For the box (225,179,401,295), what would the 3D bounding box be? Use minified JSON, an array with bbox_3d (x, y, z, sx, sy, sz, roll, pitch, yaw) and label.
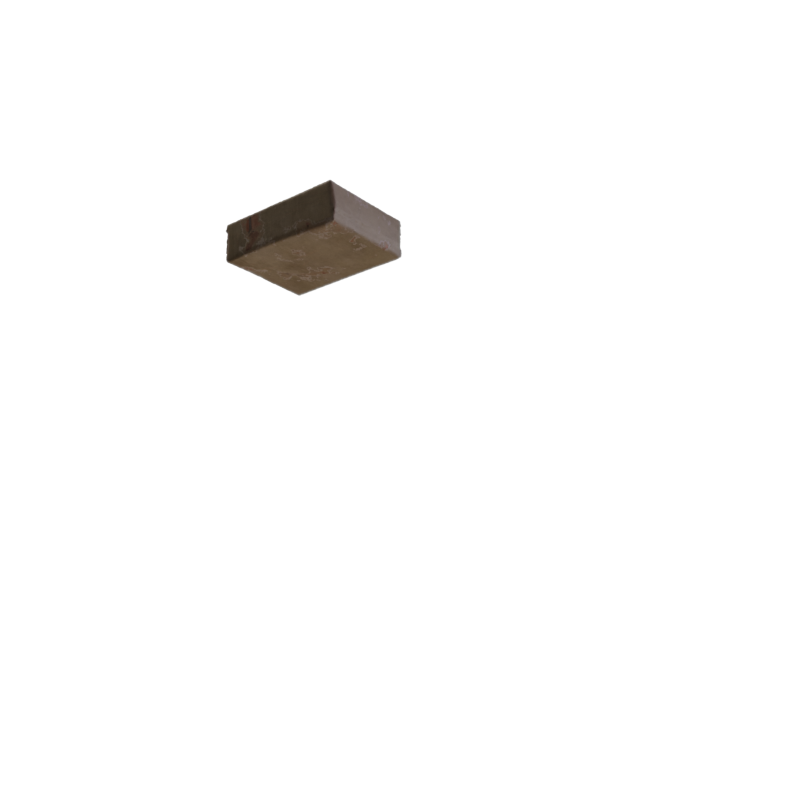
[{"bbox_3d":[-0.069,-0.126,0.885,0.115,0.041,0.084,-14,-24,35],"label":"box"}]
